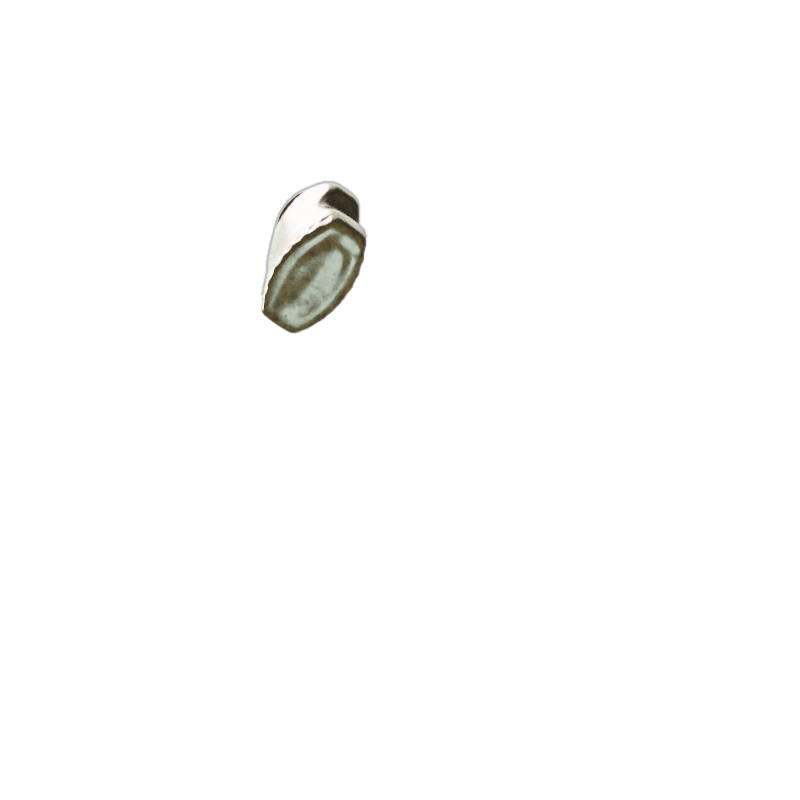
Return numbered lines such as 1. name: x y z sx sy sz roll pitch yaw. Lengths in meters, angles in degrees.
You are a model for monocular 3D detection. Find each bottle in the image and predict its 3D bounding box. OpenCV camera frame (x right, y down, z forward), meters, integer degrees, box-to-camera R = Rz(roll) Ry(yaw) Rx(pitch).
1. bottle: -0.072 -0.131 0.914 0.056 0.094 0.201 33 18 -17
